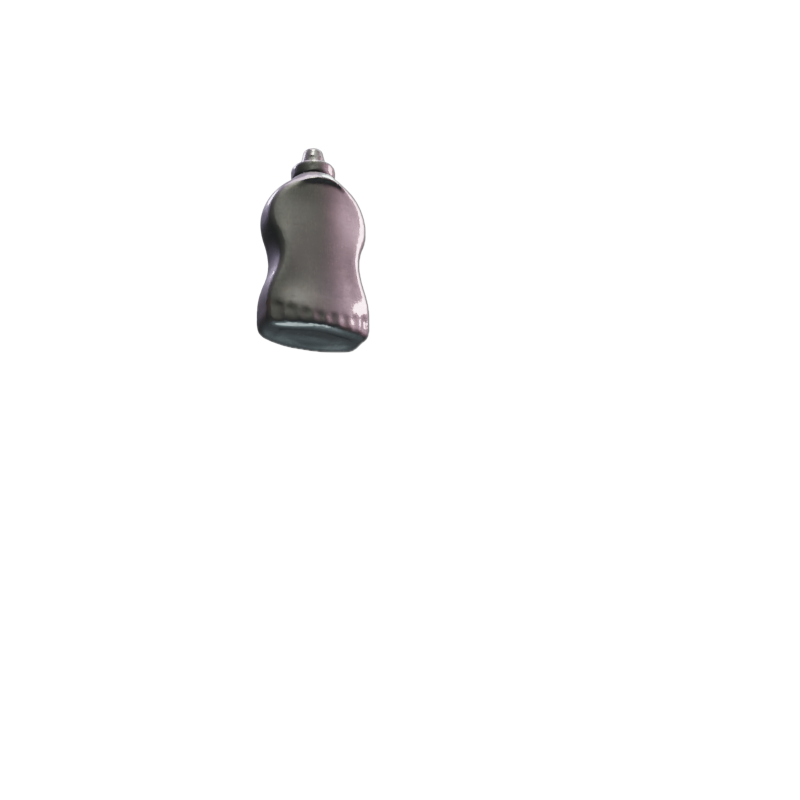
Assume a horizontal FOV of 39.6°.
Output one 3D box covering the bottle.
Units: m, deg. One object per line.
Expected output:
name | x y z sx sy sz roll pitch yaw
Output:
bottle | -0.078 -0.141 0.991 0.093 0.203 0.057 8 -29 -20
